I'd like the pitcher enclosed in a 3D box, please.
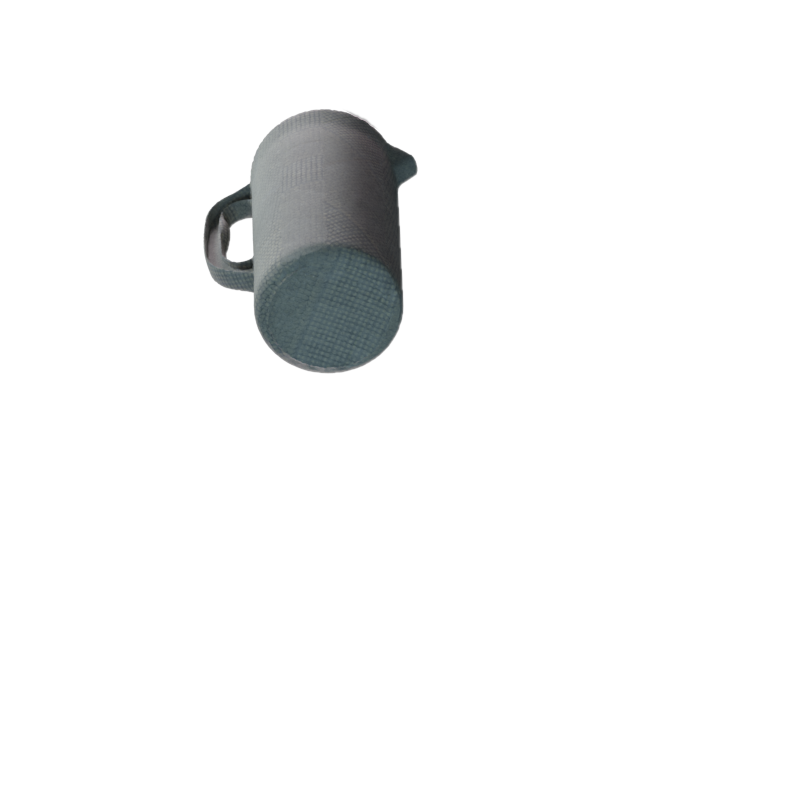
[{"bbox_3d":[-0.070,-0.128,0.895,0.140,0.145,0.259,27,27,-19],"label":"pitcher"}]
